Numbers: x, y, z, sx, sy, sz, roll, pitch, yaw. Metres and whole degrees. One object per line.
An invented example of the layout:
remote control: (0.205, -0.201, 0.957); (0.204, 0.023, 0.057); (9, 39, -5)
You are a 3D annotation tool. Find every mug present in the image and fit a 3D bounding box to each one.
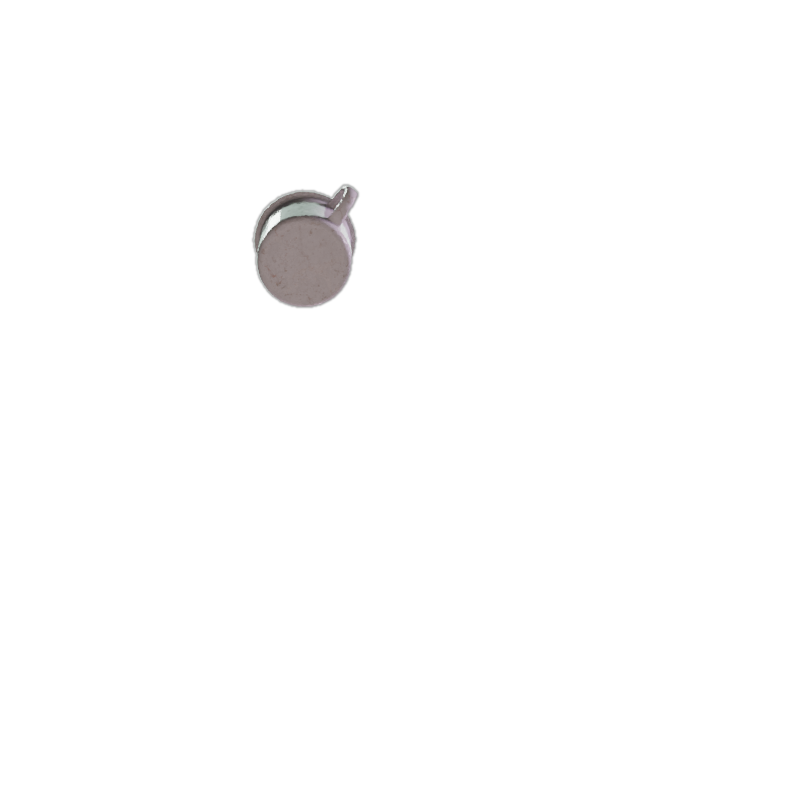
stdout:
mug: (-0.076, -0.139, 0.972); (0.091, 0.116, 0.085); (40, 12, -13)
